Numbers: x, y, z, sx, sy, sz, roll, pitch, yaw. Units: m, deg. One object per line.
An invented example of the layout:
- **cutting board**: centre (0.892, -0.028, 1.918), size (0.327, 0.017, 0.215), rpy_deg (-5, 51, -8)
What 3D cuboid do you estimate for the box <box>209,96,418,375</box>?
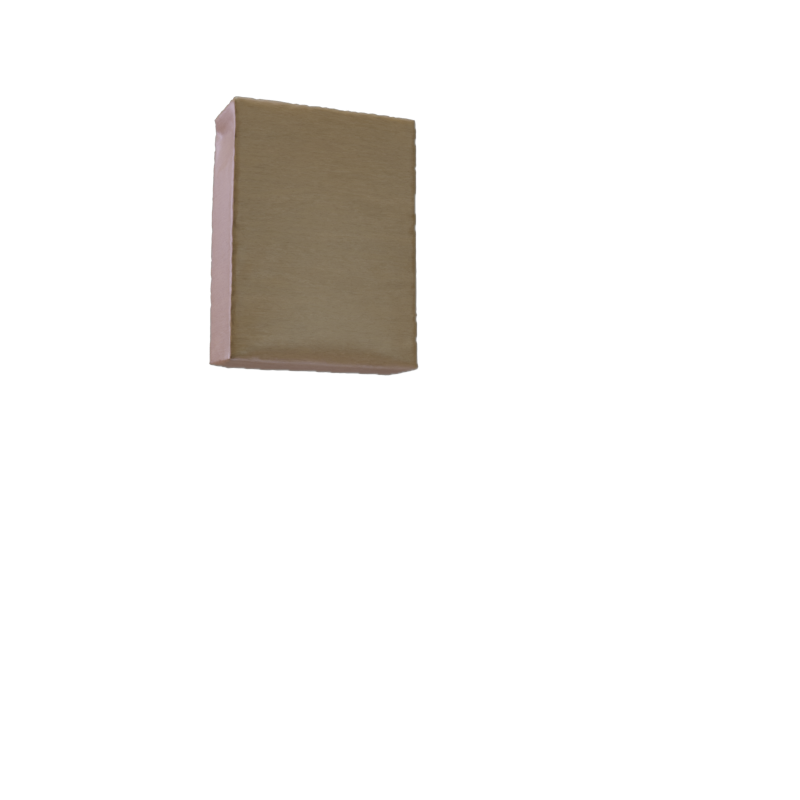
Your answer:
- **box**: centre (-0.072, -0.131, 0.918), size (0.159, 0.220, 0.072), rpy_deg (3, -12, -23)
